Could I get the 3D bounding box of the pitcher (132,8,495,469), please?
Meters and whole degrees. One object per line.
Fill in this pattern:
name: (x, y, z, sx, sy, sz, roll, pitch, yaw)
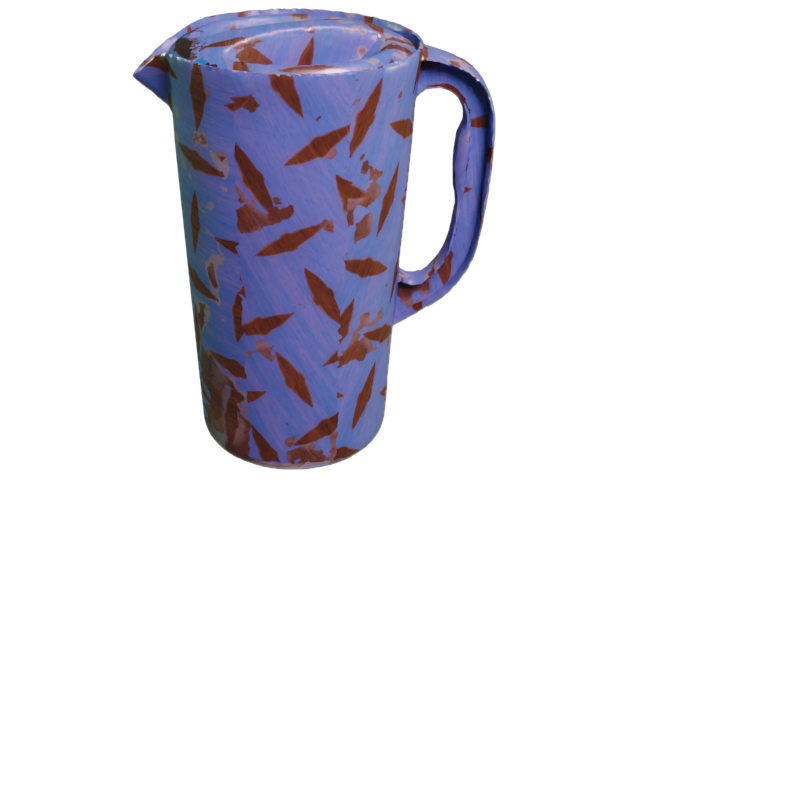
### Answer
pitcher: (-0.048, -0.088, 0.614, 0.159, 0.230, 0.144, 25, 36, 37)
